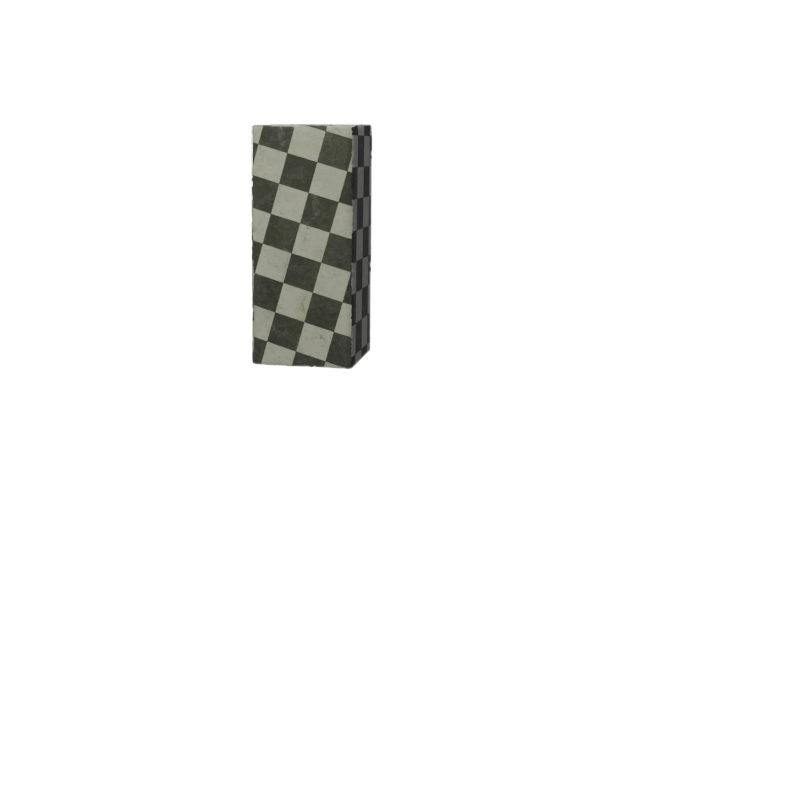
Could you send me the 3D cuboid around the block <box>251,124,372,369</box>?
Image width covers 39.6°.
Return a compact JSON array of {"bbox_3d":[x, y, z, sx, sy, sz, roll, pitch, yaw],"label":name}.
[{"bbox_3d":[-0.076,-0.140,0.978,0.092,0.203,0.091,2,8,12],"label":"block"}]
